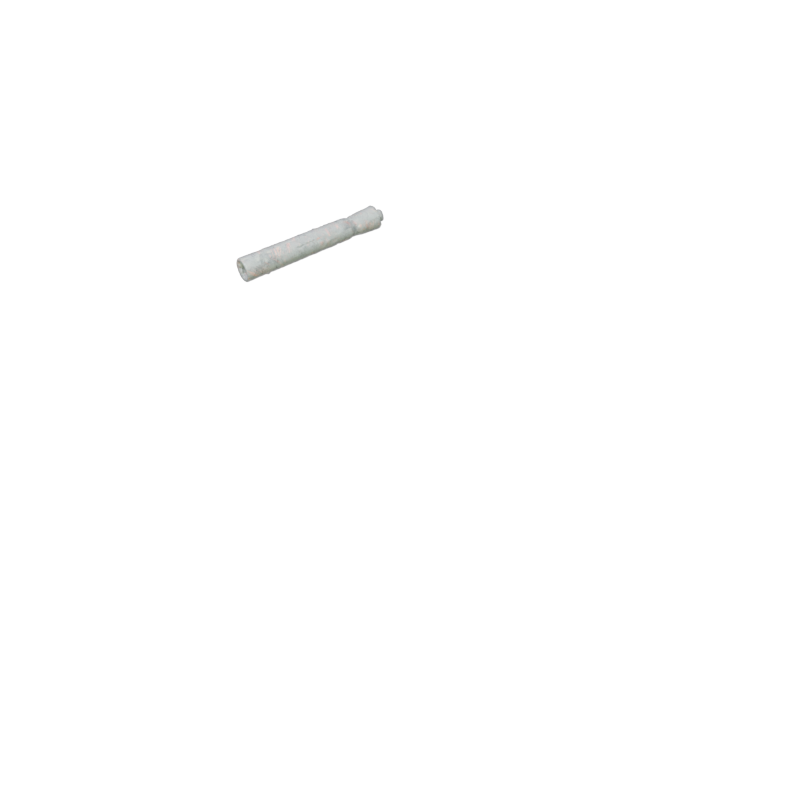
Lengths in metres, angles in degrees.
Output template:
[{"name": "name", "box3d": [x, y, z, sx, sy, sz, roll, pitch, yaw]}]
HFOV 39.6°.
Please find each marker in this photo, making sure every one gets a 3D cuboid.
[{"name": "marker", "box3d": [-0.065, -0.118, 0.829, 0.120, 0.019, 0.020, -25, 14, -22]}]
